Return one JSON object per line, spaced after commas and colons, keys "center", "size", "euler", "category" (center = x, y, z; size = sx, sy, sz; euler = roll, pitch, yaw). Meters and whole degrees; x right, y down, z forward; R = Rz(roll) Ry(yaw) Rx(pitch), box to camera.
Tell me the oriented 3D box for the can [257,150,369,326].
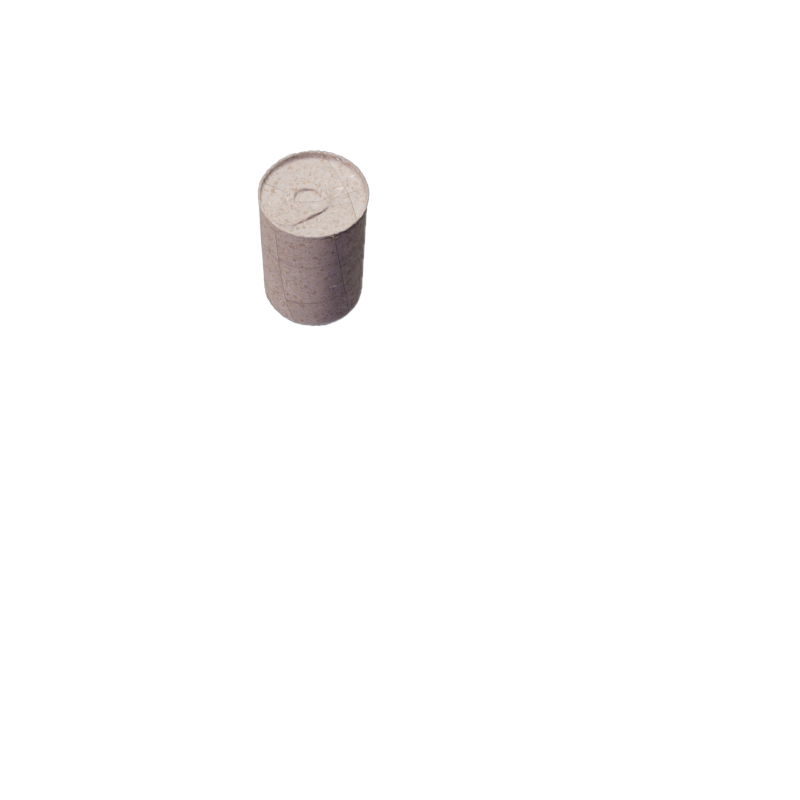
{"center": [-0.056, -0.102, 0.712], "size": [0.068, 0.073, 0.096], "euler": [0, -32, -3], "category": "can"}
